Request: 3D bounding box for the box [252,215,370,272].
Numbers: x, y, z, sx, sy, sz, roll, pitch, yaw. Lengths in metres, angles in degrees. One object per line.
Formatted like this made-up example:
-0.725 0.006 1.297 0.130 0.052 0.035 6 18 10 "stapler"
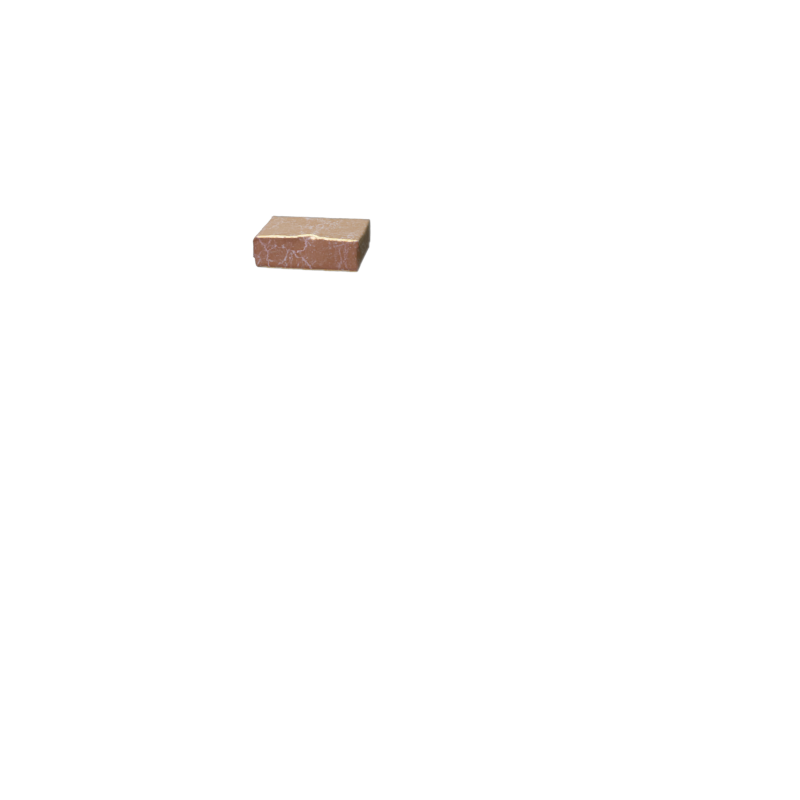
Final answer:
-0.073 -0.134 0.936 0.090 0.029 0.075 3 22 8 "box"
